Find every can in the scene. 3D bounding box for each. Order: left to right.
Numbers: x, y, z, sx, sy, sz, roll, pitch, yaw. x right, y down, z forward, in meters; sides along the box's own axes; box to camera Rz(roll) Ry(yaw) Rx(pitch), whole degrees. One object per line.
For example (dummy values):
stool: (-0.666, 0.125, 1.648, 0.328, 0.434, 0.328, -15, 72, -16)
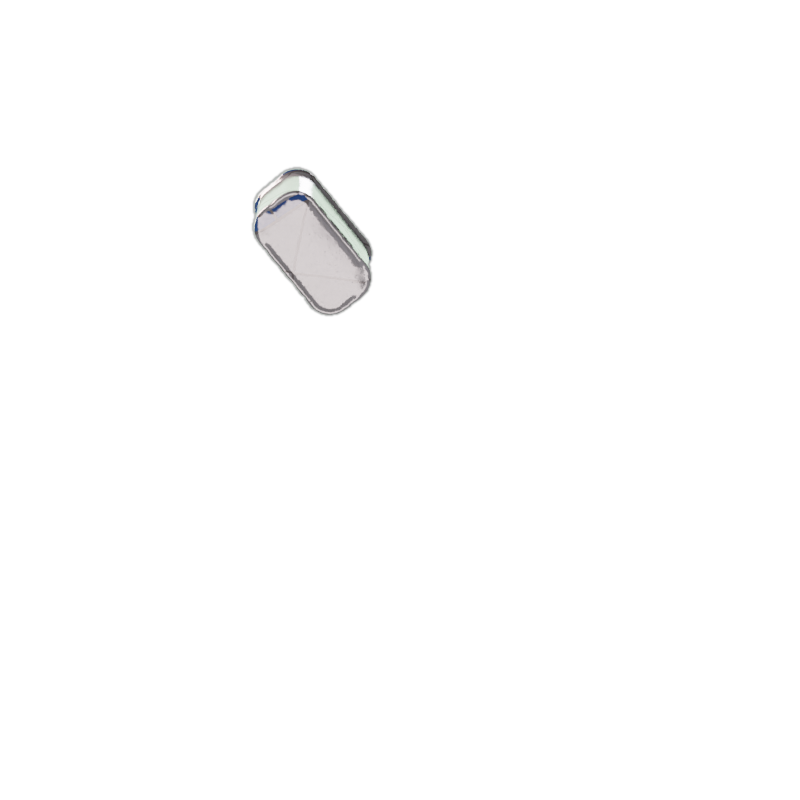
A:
can: (-0.066, -0.120, 0.839, 0.057, 0.099, 0.087, -38, 14, 9)
